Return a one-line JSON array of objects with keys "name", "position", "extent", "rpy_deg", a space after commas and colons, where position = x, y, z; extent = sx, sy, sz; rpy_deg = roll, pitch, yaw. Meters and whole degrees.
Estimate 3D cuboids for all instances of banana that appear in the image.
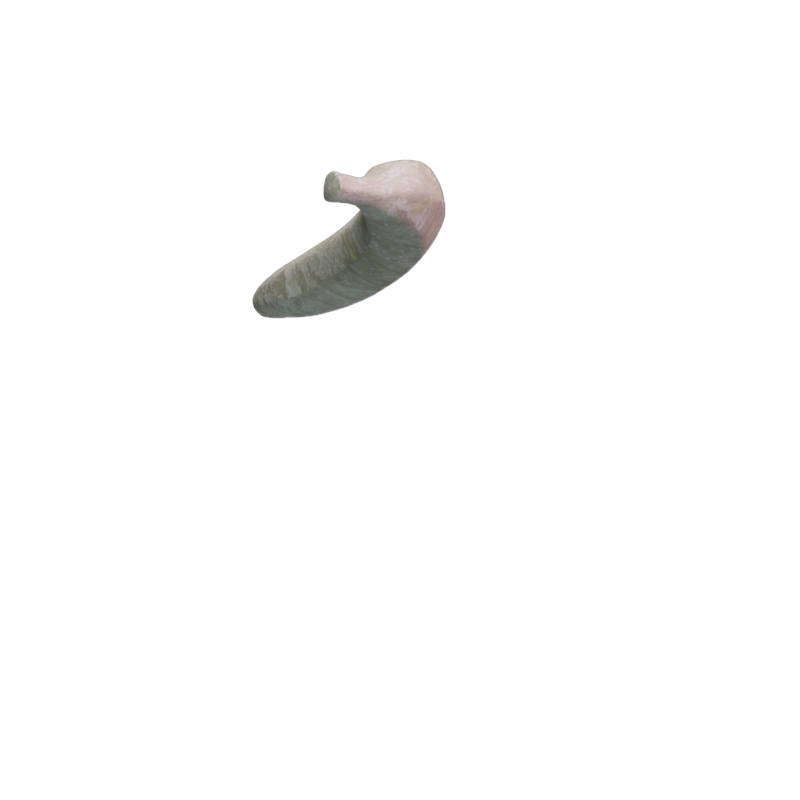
[{"name": "banana", "position": [-0.023, -0.076, 0.529], "extent": [0.068, 0.038, 0.194], "rpy_deg": [3, -13, -15]}]
